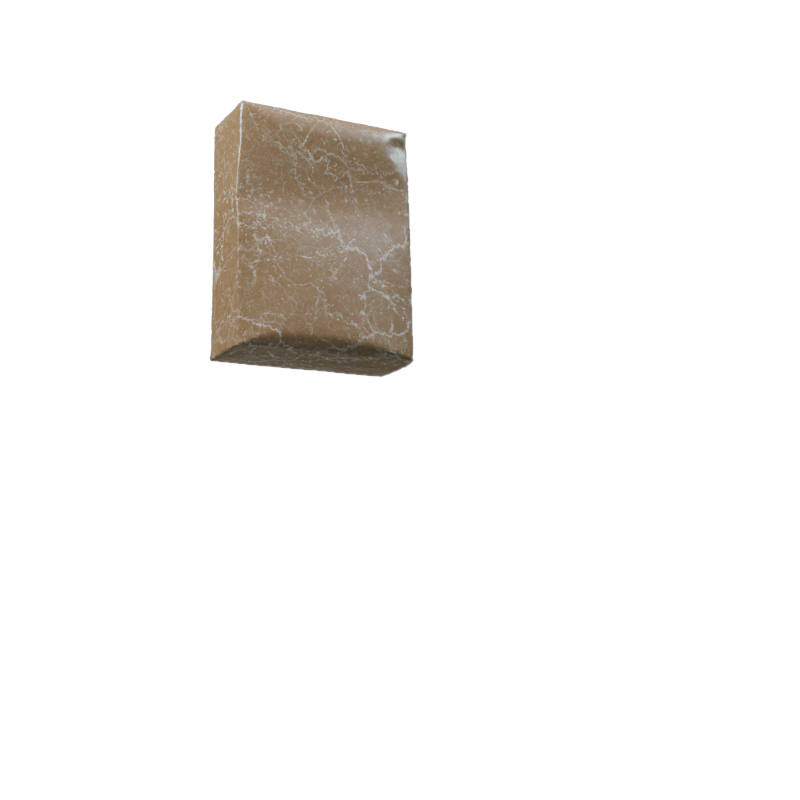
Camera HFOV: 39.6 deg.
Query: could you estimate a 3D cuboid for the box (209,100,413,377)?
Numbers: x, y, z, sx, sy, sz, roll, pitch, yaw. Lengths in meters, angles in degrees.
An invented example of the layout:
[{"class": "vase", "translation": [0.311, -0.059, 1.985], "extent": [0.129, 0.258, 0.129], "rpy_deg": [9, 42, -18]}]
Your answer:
[{"class": "box", "translation": [-0.074, -0.135, 0.947], "extent": [0.158, 0.223, 0.071], "rpy_deg": [7, -19, -25]}]
